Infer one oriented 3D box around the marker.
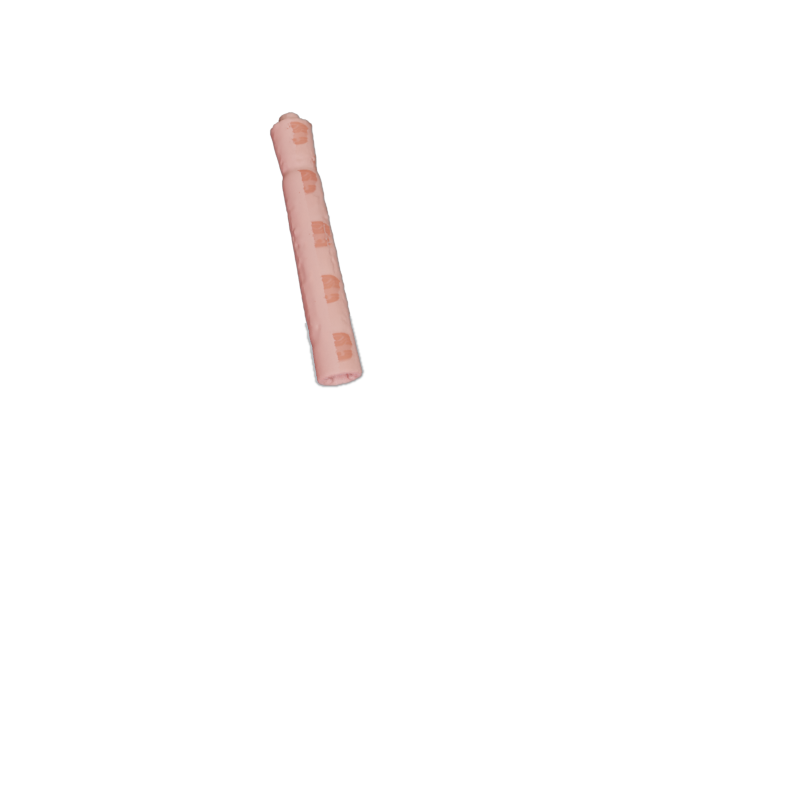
[{"bbox_3d":[-0.036,-0.066,0.463,0.020,0.128,0.019,-10,-21,-6],"label":"marker"}]
